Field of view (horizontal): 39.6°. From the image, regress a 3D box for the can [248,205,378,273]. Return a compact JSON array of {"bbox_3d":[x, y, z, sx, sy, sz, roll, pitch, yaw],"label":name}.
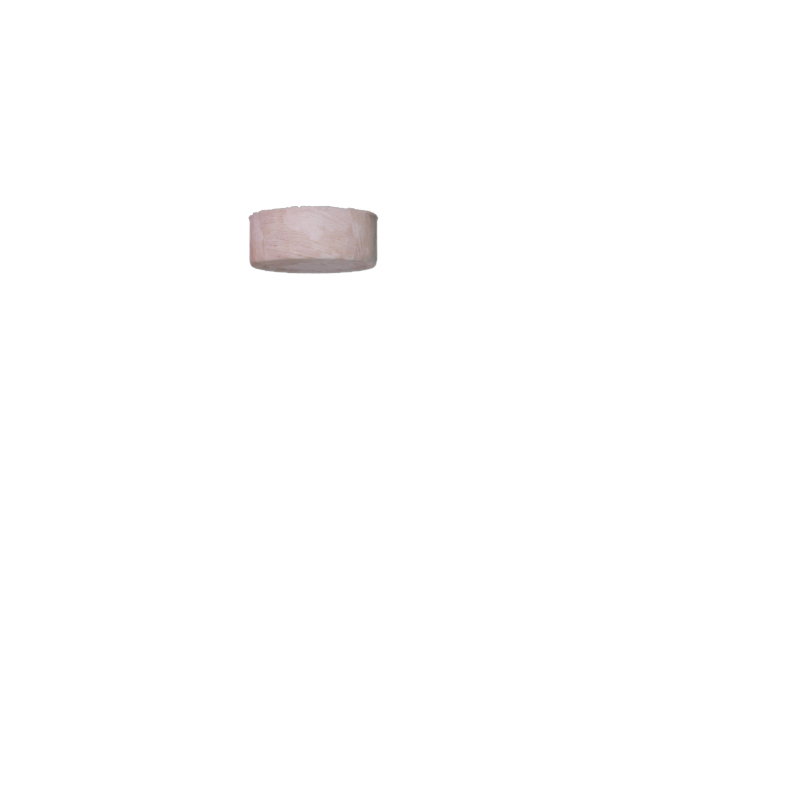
[{"bbox_3d":[-0.057,-0.104,0.730,0.086,0.034,0.085,0,-1,-2],"label":"can"}]
